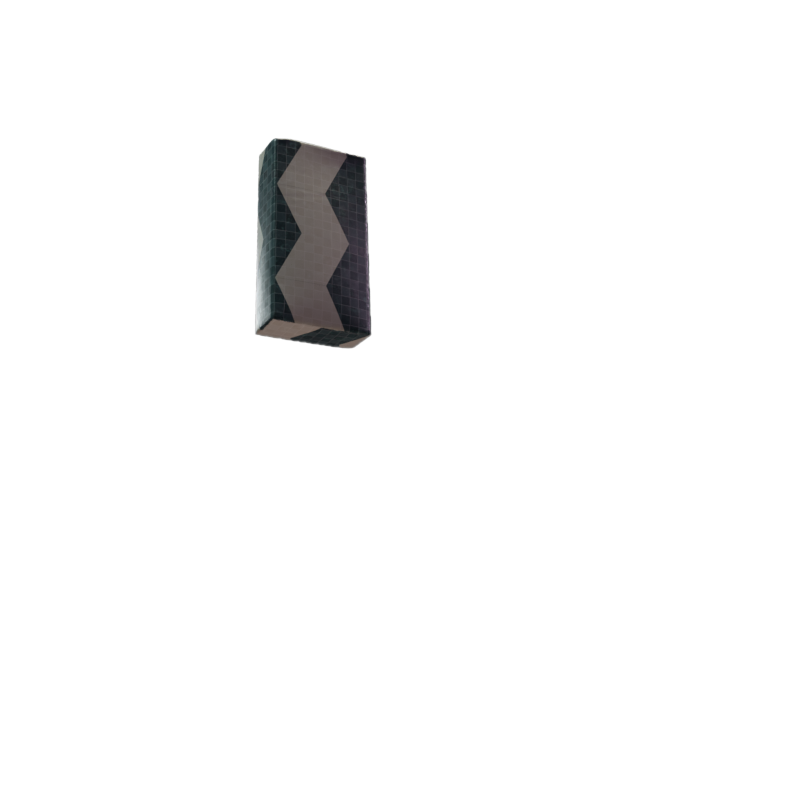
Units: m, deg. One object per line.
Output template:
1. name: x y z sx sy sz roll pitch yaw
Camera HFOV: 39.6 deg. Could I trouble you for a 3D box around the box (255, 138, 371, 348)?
1. box: -0.075 -0.137 0.957 0.090 0.186 0.047 9 -26 -24
